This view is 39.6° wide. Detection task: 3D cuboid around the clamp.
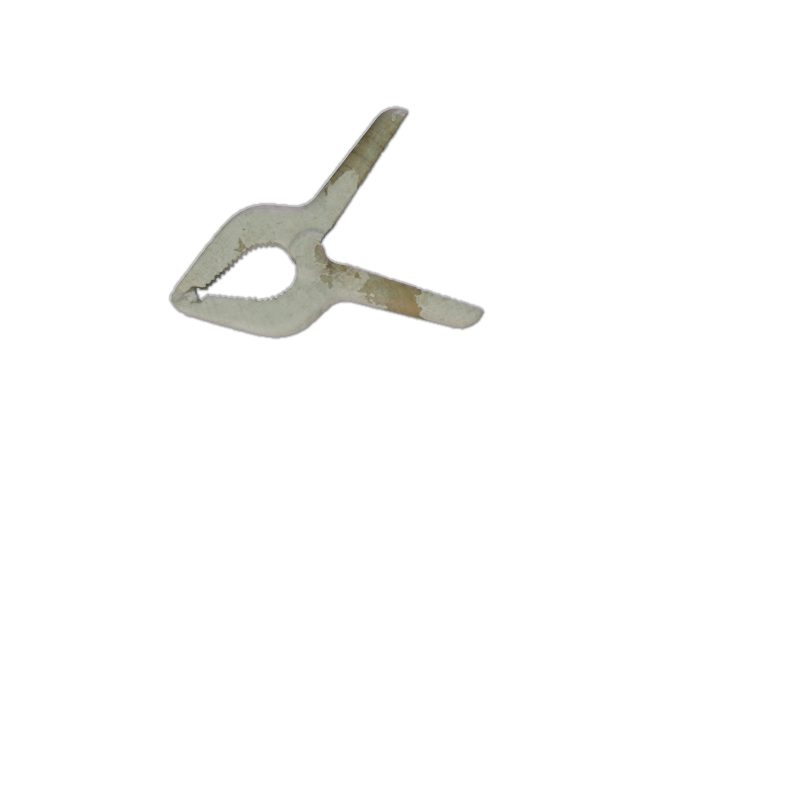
[{"bbox_3d":[-0.061,-0.111,0.780,0.209,0.169,0.035,-13,-10,-2],"label":"clamp"}]
